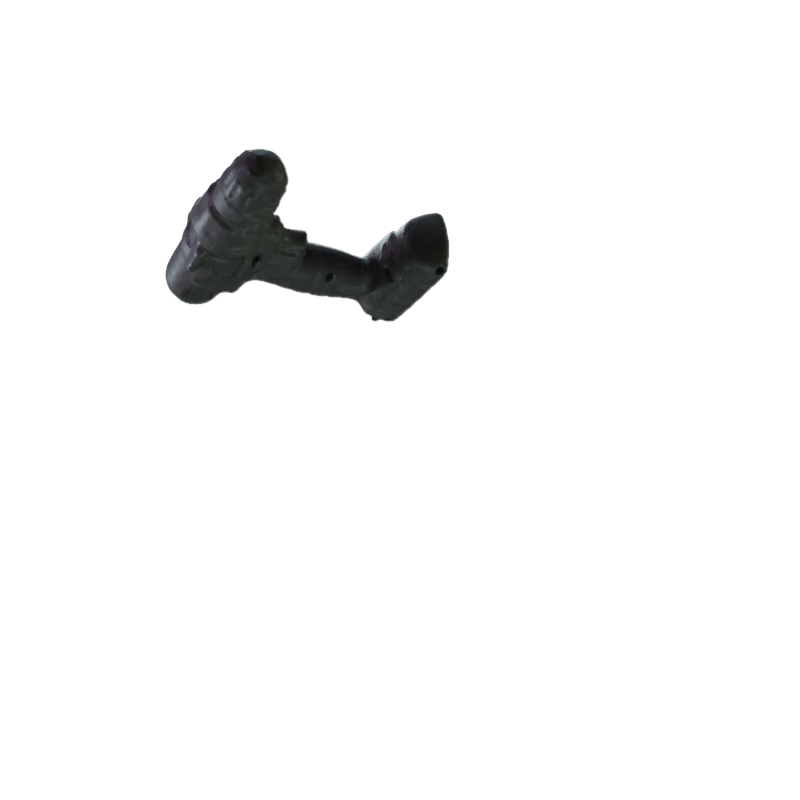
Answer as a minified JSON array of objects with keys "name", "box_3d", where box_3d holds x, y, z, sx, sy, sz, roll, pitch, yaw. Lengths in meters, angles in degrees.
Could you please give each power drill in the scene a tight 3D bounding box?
[{"name":"power drill","box_3d":[-0.063,-0.115,0.807,0.181,0.060,0.181,9,-23,-22]}]
